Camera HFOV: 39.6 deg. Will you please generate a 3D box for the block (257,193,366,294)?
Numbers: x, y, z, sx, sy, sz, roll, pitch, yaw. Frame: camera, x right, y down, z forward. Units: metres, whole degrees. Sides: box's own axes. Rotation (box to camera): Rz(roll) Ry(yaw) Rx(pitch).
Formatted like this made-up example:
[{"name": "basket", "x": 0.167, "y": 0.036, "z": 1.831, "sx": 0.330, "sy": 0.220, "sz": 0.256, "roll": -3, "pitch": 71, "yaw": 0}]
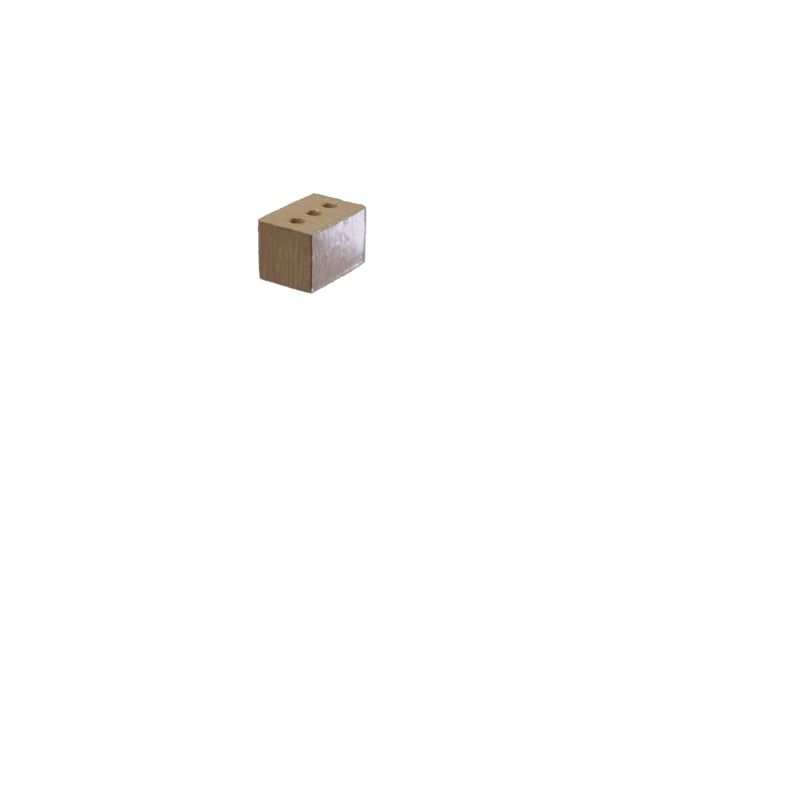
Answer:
[{"name": "block", "x": -0.068, "y": -0.125, "z": 0.873, "sx": 0.055, "sy": 0.049, "sz": 0.078, "roll": 16, "pitch": 31, "yaw": 28}]
